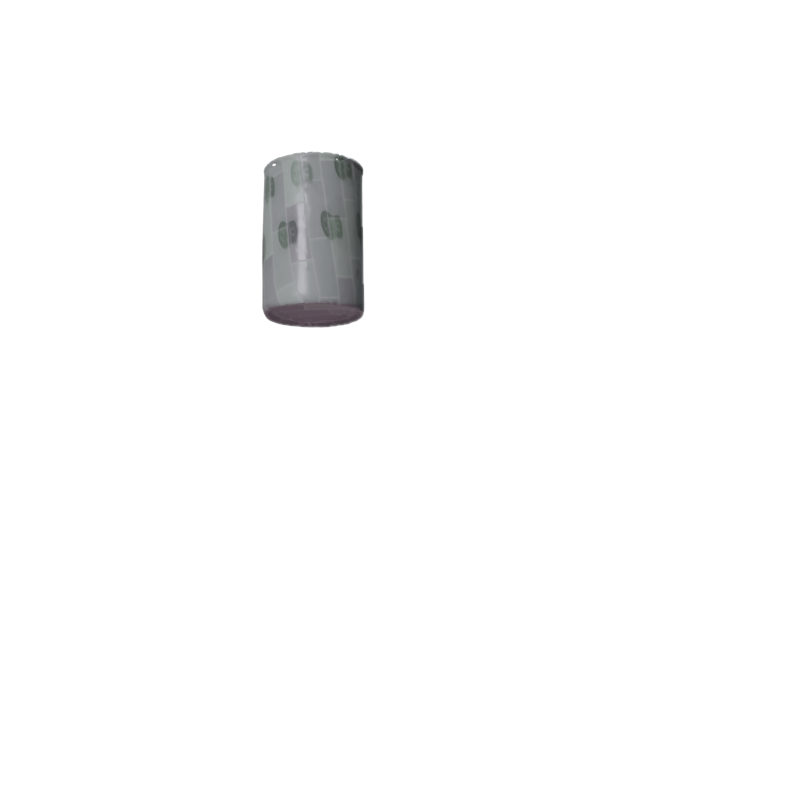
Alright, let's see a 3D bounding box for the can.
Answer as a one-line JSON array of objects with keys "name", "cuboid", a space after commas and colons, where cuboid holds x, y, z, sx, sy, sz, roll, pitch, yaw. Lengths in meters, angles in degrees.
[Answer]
[{"name": "can", "cuboid": [-0.058, -0.105, 0.737, 0.068, 0.106, 0.066, 0, -16, -2]}]
